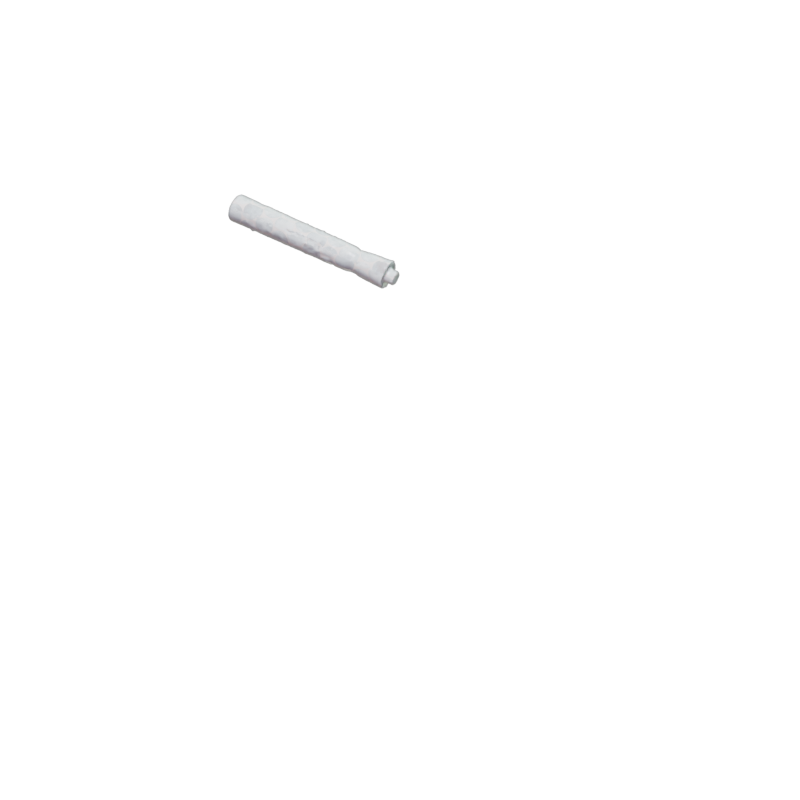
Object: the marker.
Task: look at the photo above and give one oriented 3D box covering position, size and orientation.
[{"bbox_3d":[-0.055,-0.101,0.706,0.126,0.019,0.019,26,13,21],"label":"marker"}]
